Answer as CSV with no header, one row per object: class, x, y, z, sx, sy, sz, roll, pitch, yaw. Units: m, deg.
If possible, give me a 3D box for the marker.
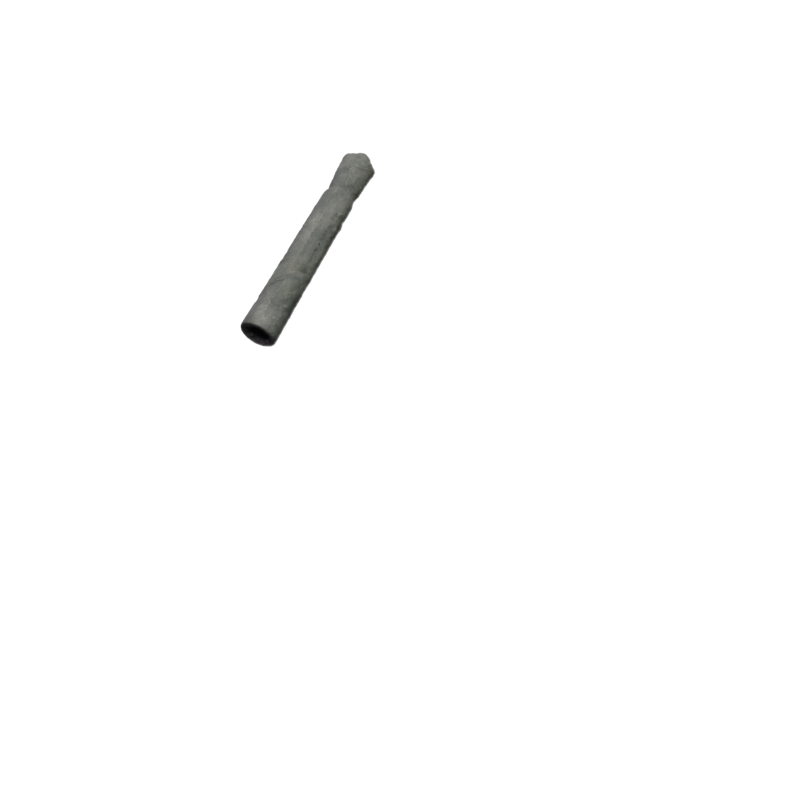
marker,-0.043,-0.079,0.555,0.020,0.126,0.018,21,-31,10
